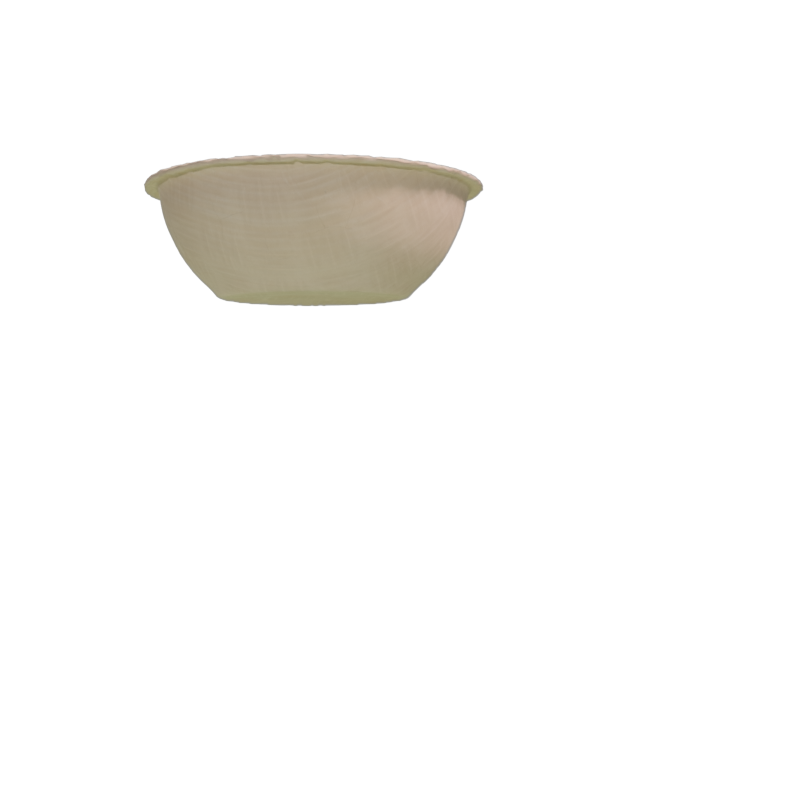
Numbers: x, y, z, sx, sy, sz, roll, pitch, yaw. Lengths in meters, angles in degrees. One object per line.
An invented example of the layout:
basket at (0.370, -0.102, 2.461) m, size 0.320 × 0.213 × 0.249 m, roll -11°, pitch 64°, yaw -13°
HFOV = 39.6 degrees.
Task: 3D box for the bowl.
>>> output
bowl at (-0.041, -0.076, 0.529) m, size 0.162 × 0.056 × 0.161 m, roll 0°, pitch 0°, yaw -2°
